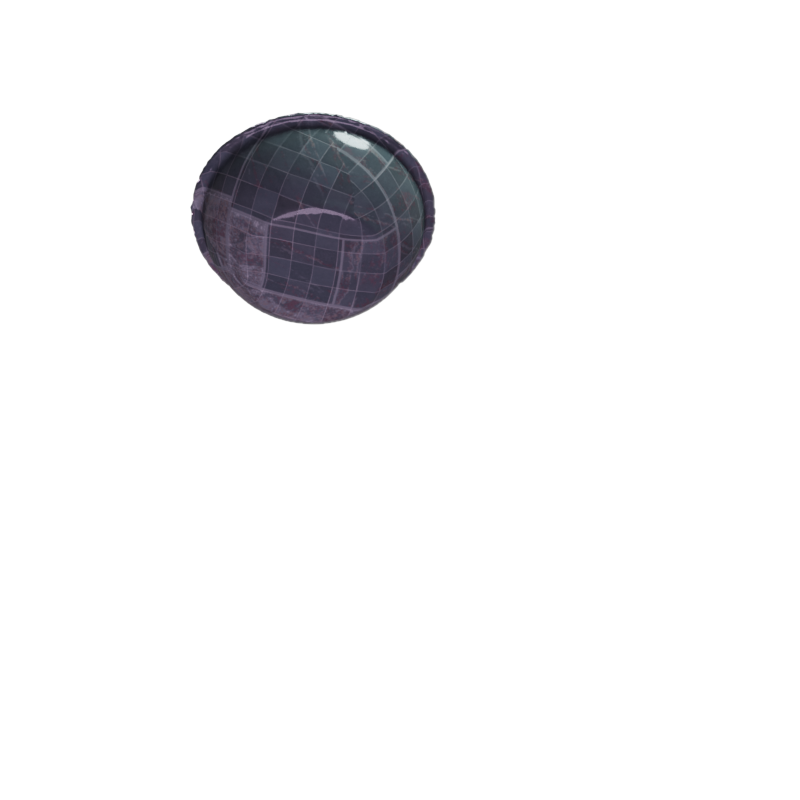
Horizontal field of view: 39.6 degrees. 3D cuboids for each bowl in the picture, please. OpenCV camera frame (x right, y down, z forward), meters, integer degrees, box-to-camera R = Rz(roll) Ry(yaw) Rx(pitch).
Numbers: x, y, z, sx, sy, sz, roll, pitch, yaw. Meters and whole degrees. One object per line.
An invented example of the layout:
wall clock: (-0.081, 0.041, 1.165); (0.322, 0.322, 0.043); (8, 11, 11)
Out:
bowl: (-0.056, -0.102, 0.713); (0.162, 0.151, 0.059); (1, 40, -1)
